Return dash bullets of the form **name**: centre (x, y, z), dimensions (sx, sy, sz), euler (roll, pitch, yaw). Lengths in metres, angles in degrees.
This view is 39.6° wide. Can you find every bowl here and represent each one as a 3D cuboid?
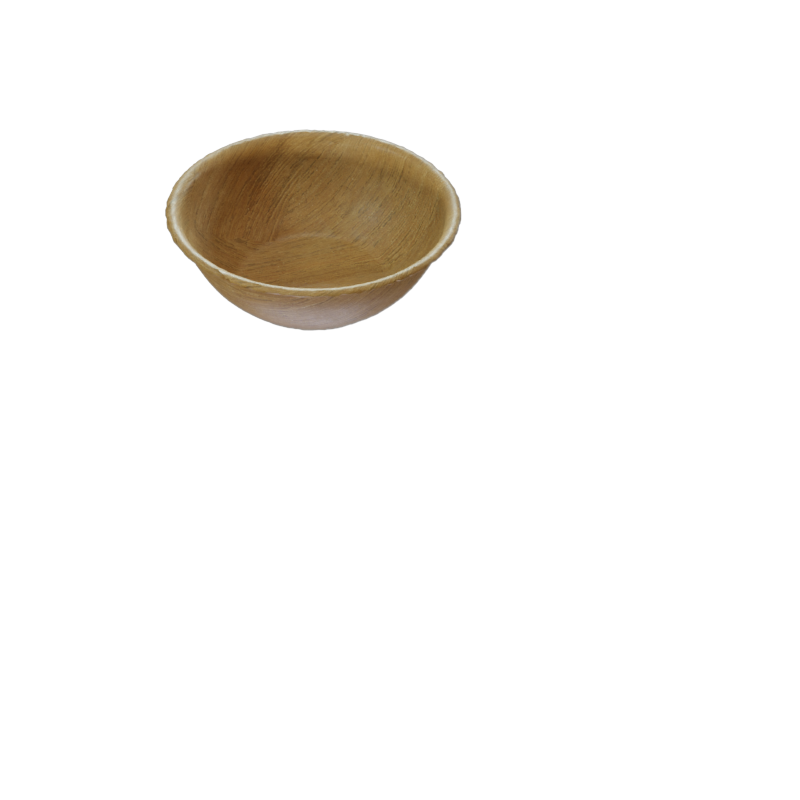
- **bowl**: centre (-0.049, -0.089, 0.621), dimensions (0.162, 0.051, 0.174), euler (-1, 40, -2)
